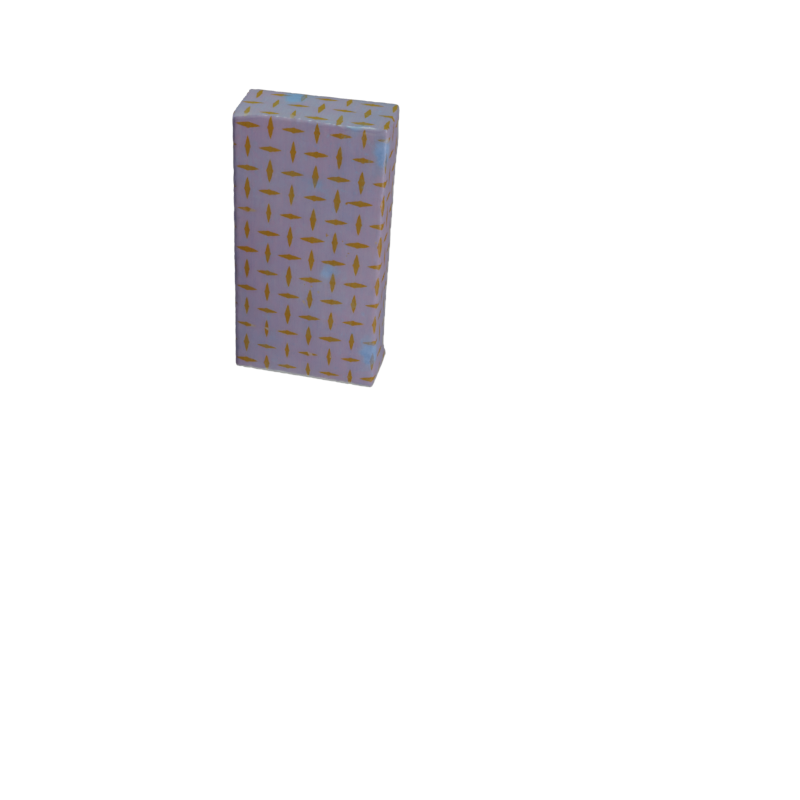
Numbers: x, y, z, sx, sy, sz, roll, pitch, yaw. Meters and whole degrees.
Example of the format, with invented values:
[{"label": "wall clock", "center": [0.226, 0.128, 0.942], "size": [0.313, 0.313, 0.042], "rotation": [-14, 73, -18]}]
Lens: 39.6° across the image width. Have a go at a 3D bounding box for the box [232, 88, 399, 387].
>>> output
[{"label": "box", "center": [-0.053, -0.096, 0.673], "size": [0.095, 0.165, 0.050], "rotation": [9, 34, 10]}]
